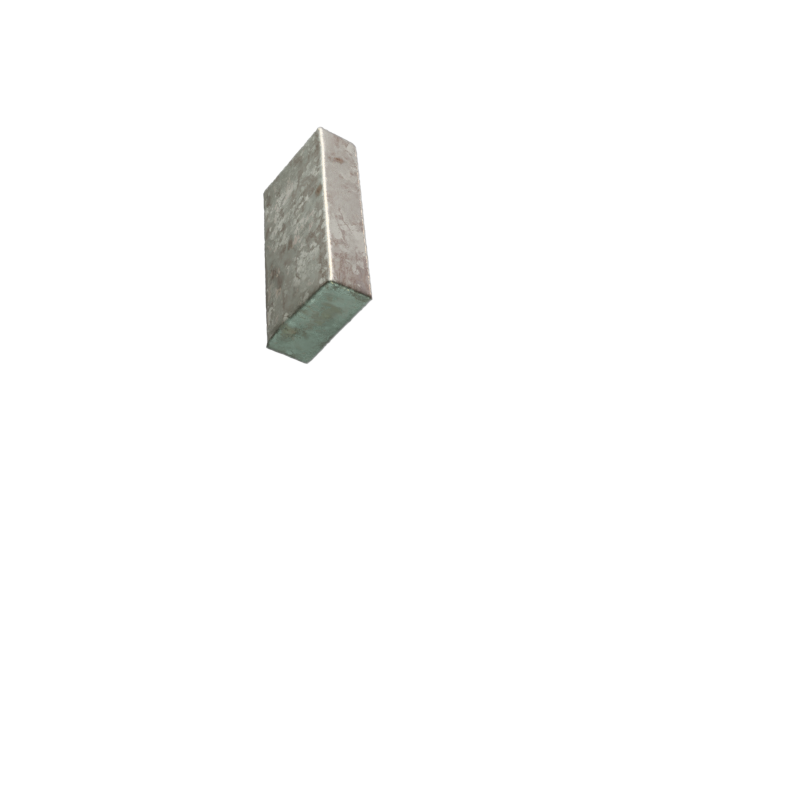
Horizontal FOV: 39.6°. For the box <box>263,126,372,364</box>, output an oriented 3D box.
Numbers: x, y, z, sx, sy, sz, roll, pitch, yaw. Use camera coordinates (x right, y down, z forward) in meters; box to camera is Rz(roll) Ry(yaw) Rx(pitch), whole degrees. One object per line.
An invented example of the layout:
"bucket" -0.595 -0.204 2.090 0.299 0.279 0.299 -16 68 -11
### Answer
"box" -0.069 -0.127 0.888 0.046 0.189 0.091 25 -48 -28
